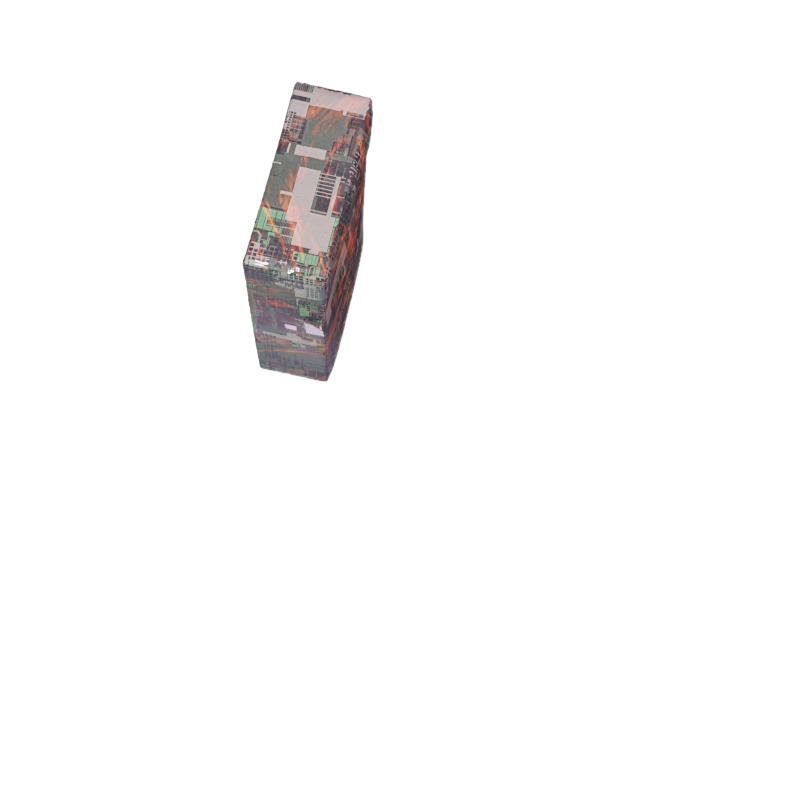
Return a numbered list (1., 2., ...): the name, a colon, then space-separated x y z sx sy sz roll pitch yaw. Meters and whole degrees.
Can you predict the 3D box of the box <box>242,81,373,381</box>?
1. box: -0.072 -0.131 0.915 0.072 0.172 0.203 12 -23 1
